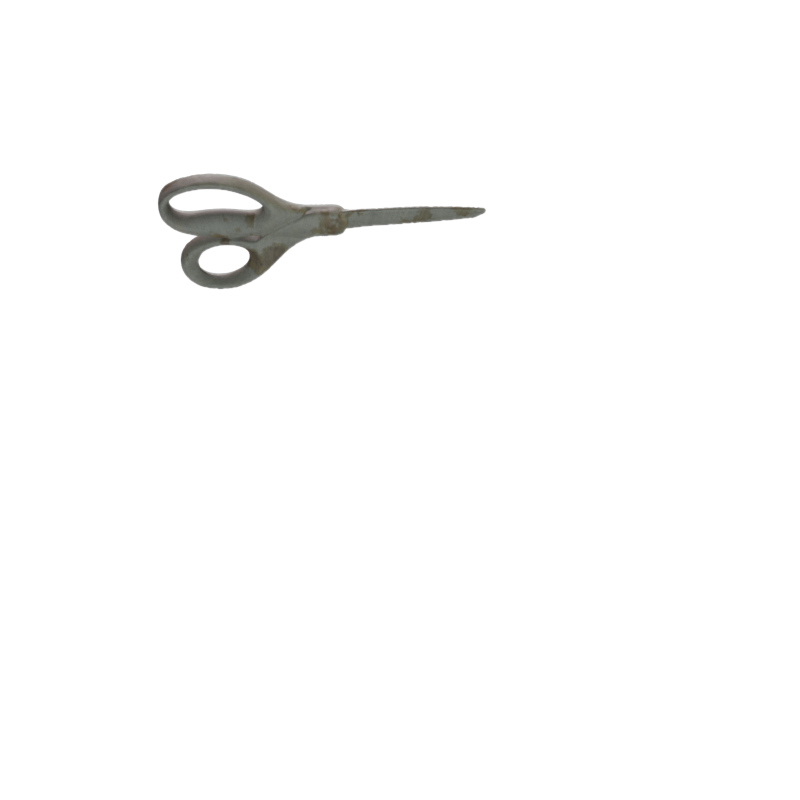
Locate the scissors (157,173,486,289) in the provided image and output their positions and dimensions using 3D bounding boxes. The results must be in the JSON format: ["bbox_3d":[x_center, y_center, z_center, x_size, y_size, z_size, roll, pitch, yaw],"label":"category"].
[{"bbox_3d":[-0.055,-0.101,0.708,0.199,0.017,0.091,8,-46,-8],"label":"scissors"}]
